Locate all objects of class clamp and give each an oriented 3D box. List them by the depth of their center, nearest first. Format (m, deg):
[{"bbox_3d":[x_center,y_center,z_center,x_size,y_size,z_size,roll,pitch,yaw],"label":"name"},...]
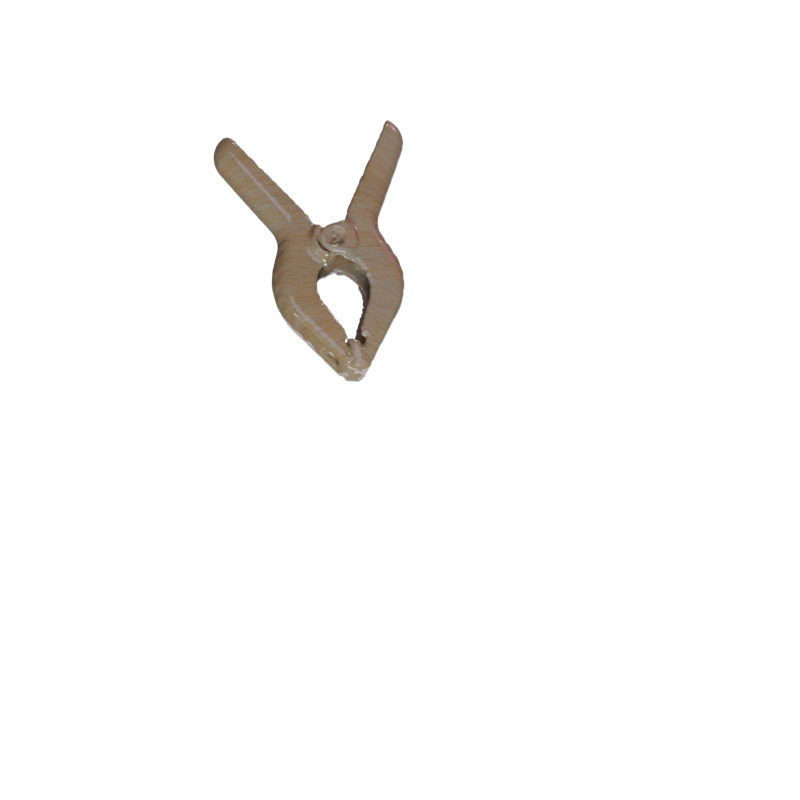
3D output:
[{"bbox_3d":[-0.053,-0.096,0.673,0.120,0.182,0.037,-3,-27,-2],"label":"clamp"}]
